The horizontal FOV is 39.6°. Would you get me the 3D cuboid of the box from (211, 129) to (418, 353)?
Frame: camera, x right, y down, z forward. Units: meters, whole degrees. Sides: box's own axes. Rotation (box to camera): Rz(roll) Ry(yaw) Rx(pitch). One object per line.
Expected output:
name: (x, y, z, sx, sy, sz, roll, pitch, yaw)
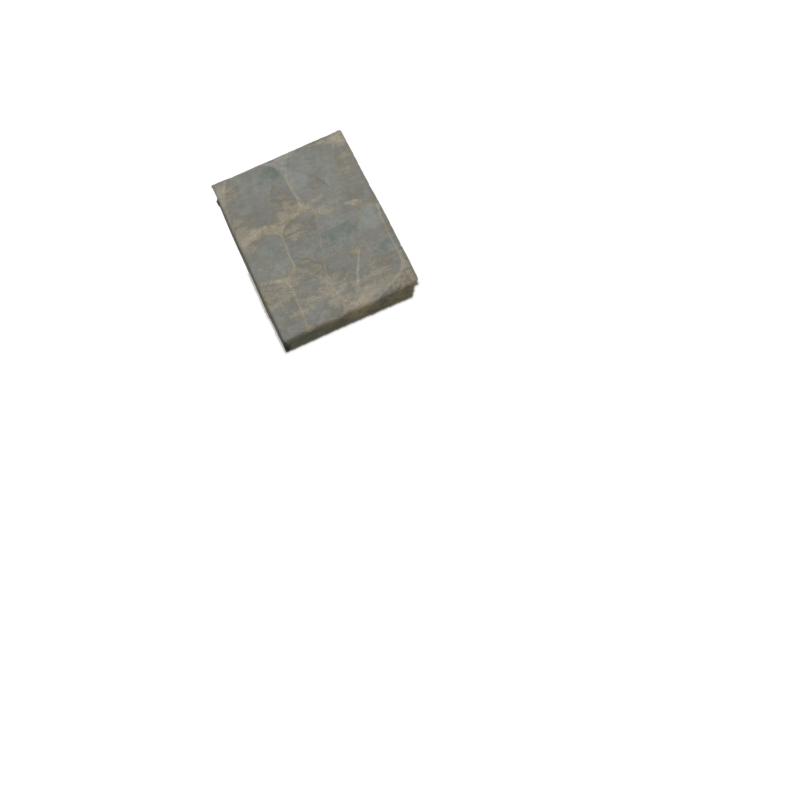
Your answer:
box: (-0.054, -0.098, 0.688, 0.090, 0.119, 0.037, -25, -17, -9)
